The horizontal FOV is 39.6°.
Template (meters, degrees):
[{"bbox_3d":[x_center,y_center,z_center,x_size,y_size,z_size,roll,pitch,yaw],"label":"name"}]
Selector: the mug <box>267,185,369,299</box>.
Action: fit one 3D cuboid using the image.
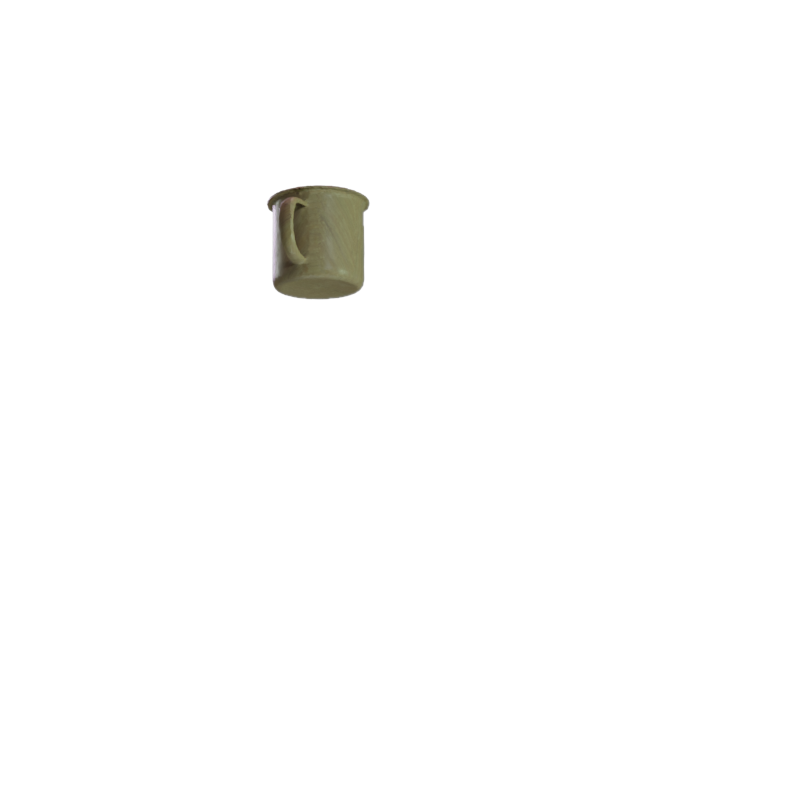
[{"bbox_3d":[-0.077,-0.140,0.982,0.095,0.085,0.111,-5,-14,18],"label":"mug"}]
